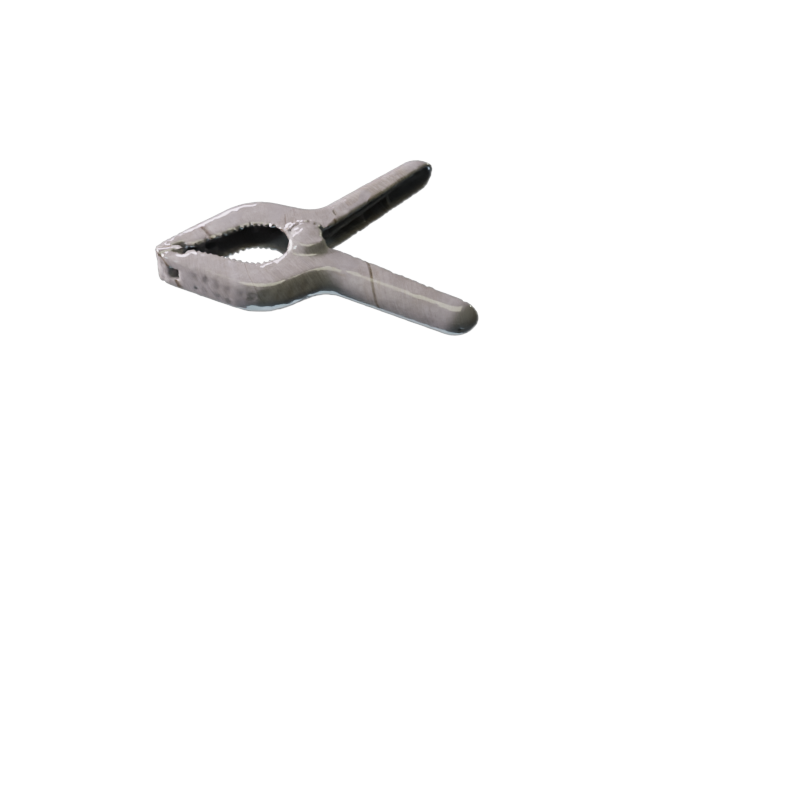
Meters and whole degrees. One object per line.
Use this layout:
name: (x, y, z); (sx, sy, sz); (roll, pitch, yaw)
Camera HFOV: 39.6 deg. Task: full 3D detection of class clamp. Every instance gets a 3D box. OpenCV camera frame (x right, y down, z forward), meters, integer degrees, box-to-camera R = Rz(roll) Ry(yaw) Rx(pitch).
clamp: (-0.059, -0.108, 0.759); (0.210, 0.177, 0.034); (-1, -45, -1)
